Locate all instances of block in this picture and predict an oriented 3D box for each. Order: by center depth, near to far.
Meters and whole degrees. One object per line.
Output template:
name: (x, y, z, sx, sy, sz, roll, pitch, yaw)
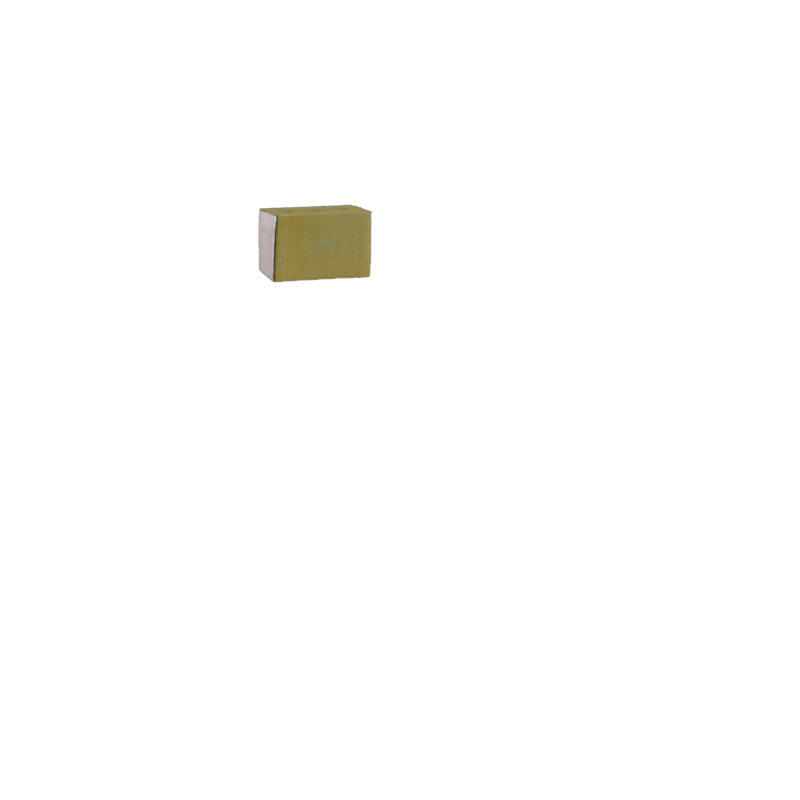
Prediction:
block: (-0.067, -0.122, 0.852, 0.076, 0.050, 0.055, -5, 14, -19)
